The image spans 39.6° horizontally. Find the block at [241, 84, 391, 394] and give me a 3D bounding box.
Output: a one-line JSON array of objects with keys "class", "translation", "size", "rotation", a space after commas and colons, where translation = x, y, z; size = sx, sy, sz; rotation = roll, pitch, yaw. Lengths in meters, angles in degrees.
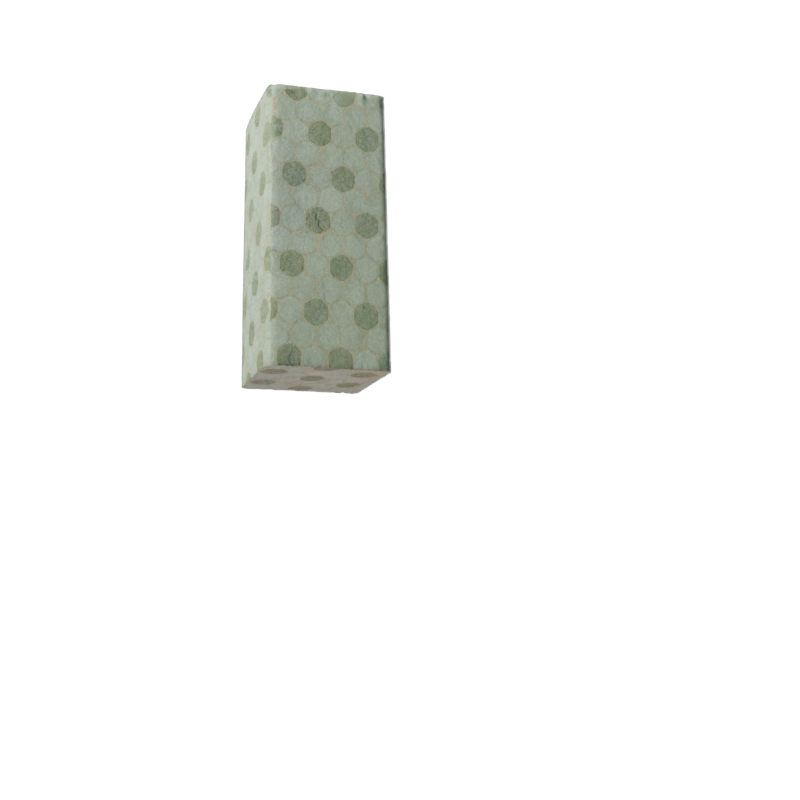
[{"class": "block", "translation": [-0.064, -0.116, 0.814], "size": [0.089, 0.215, 0.089], "rotation": [4, -17, -17]}]
